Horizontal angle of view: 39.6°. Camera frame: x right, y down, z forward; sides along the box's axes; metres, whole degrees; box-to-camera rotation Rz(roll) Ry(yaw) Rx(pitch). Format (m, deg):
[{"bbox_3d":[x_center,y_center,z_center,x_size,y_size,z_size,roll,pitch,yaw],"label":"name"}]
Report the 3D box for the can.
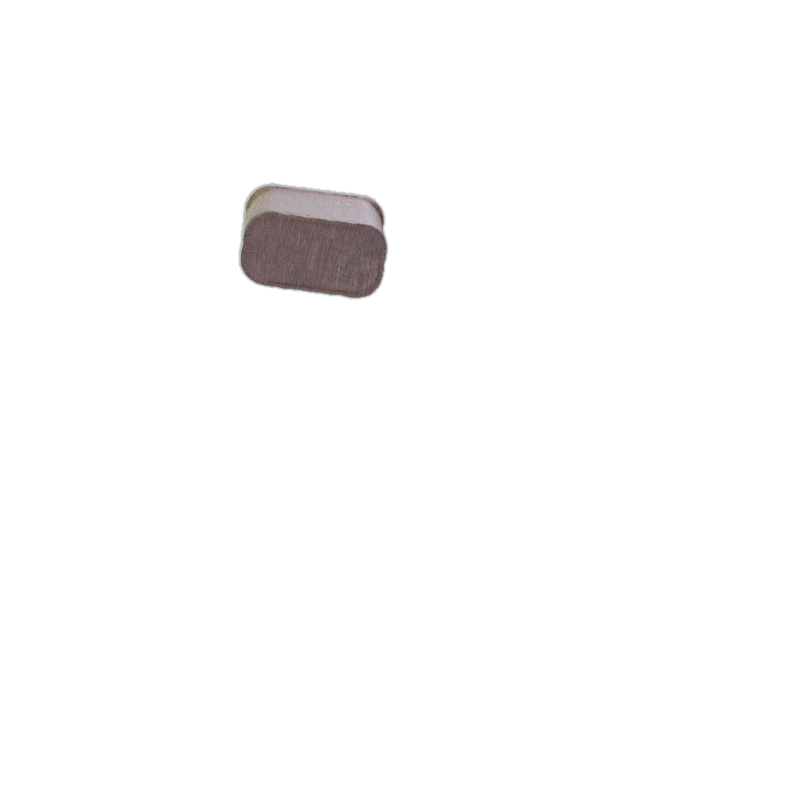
[{"bbox_3d":[-0.060,-0.110,0.770,0.101,0.056,0.087,7,18,-4],"label":"can"}]
